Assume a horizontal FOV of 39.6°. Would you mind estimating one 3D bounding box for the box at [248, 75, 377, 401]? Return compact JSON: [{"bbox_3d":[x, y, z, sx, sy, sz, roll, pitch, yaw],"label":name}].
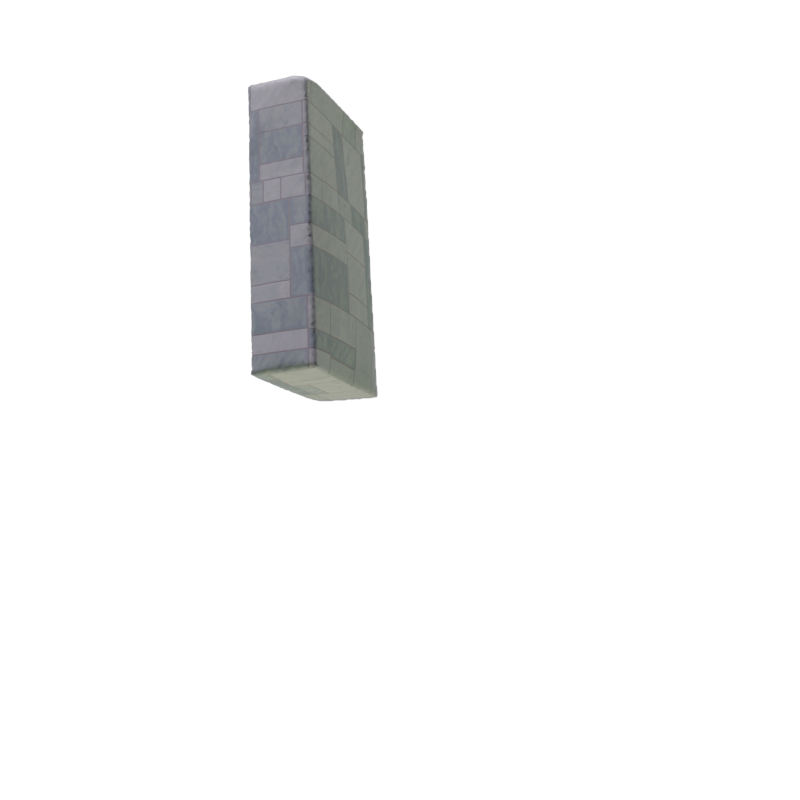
[{"bbox_3d":[-0.051,-0.094,0.654,0.049,0.184,0.088,-8,-18,20],"label":"box"}]
